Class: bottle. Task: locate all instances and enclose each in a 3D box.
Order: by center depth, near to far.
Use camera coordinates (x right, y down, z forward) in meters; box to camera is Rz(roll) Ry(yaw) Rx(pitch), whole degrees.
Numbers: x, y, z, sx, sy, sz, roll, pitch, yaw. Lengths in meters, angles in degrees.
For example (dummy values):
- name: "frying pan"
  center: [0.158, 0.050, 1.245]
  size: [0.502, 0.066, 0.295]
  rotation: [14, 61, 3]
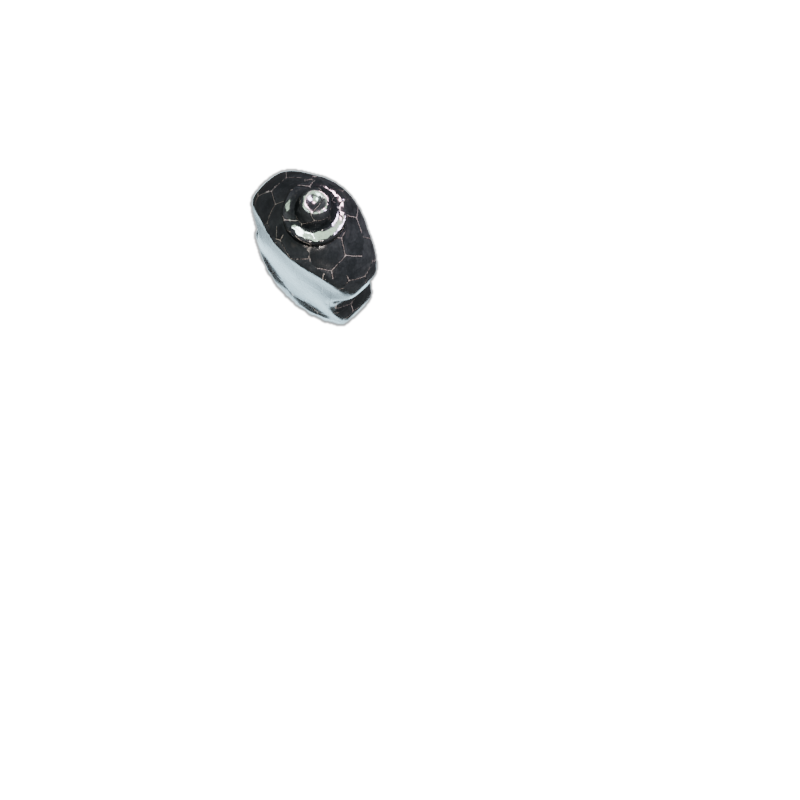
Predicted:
- name: "bottle"
  center: [-0.059, -0.108, 0.753]
  size: [0.059, 0.098, 0.187]
  rotation: [-42, -3, -8]
